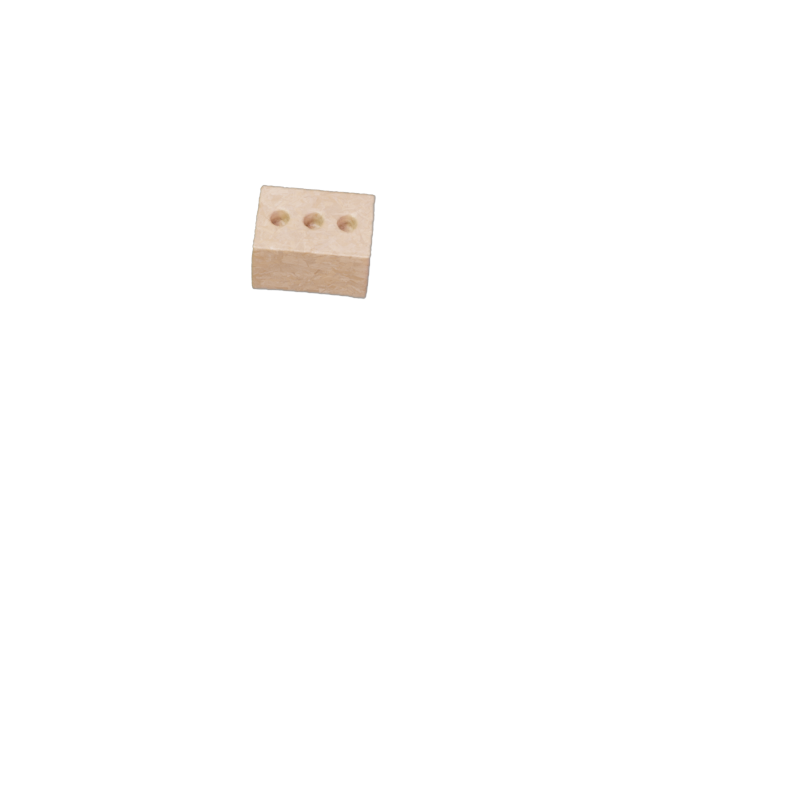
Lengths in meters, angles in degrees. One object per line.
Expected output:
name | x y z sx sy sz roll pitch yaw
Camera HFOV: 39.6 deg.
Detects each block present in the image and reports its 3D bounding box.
block | -0.057 -0.105 0.733 0.078 0.056 0.048 4 -30 1
